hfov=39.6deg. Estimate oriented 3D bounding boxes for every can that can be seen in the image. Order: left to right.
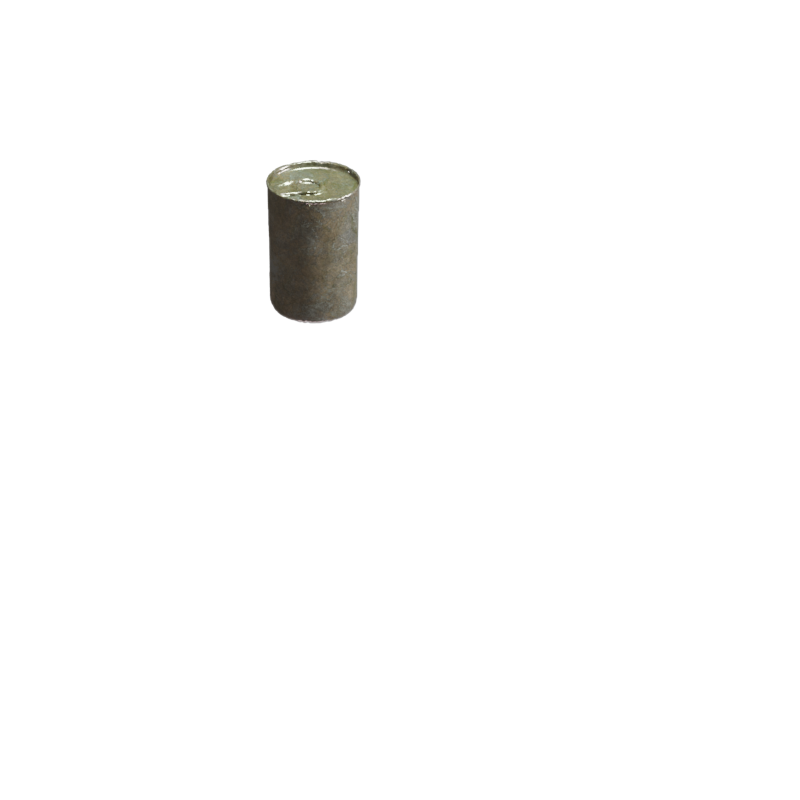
[{"bbox_3d":[-0.064,-0.117,0.818,0.068,0.096,0.073,0,32,-3],"label":"can"}]
